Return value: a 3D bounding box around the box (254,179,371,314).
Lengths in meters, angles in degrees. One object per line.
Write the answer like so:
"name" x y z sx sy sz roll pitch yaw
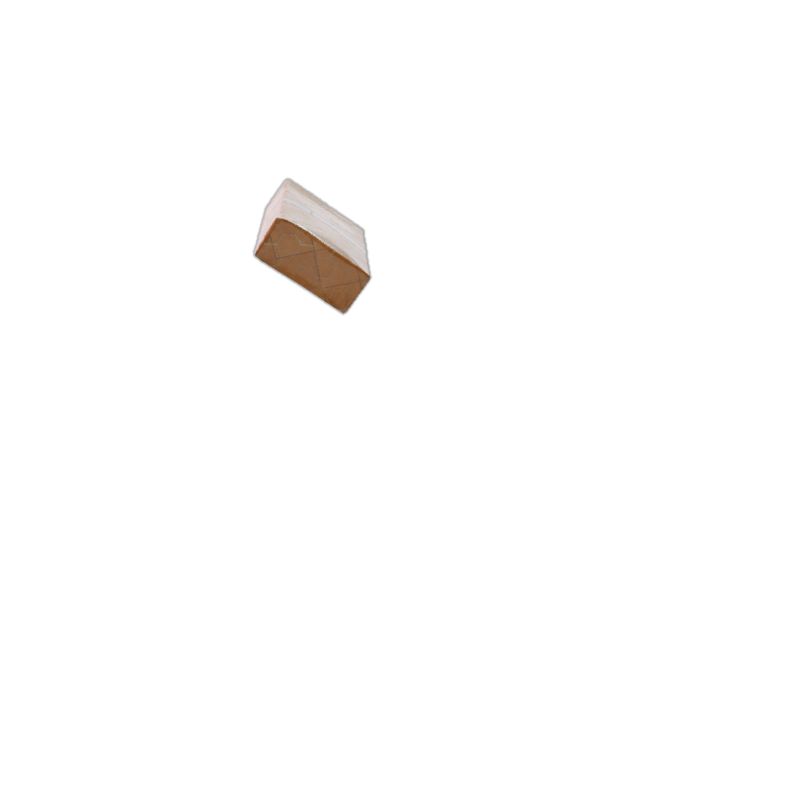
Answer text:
"box" -0.077 -0.140 0.980 0.091 0.047 0.183 33 13 -12
